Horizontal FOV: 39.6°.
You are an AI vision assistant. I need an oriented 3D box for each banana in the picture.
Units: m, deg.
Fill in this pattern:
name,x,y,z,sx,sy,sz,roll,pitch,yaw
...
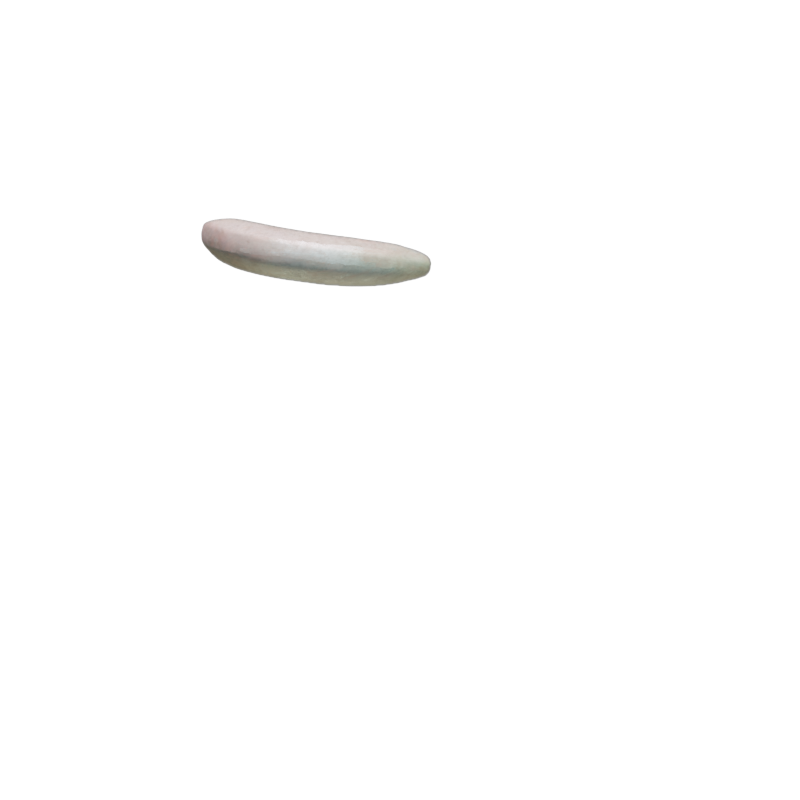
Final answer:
name,x,y,z,sx,sy,sz,roll,pitch,yaw
banana,-0.078,-0.115,0.839,0.206,0.035,0.070,15,30,26
